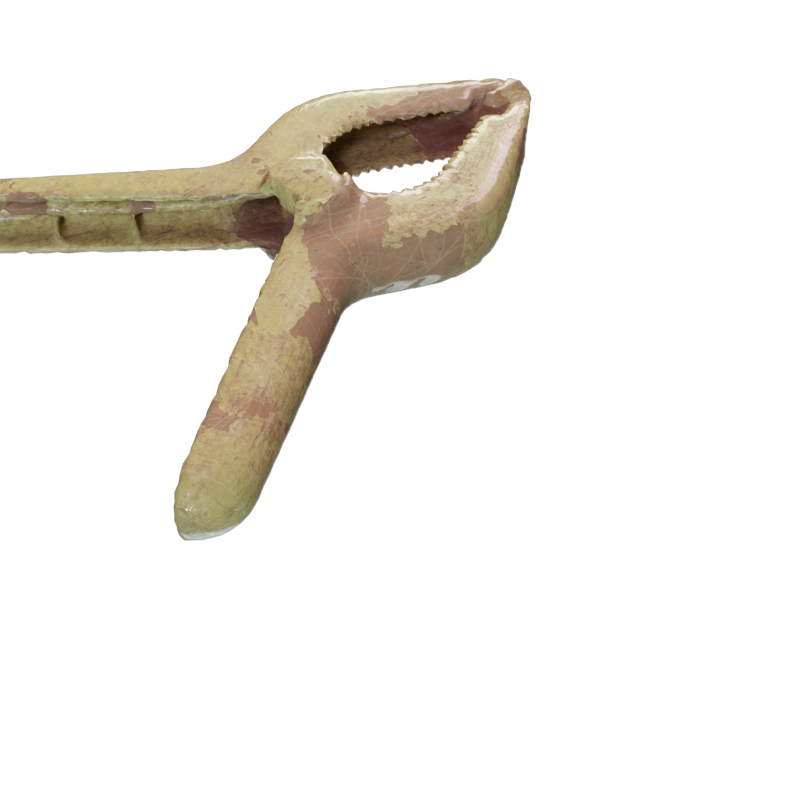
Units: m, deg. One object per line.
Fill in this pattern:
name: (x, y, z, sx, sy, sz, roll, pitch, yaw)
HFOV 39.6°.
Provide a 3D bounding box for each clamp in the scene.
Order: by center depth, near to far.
clamp: (-0.028, -0.052, 0.362, 0.209, 0.034, 0.178, -25, 50, -23)
